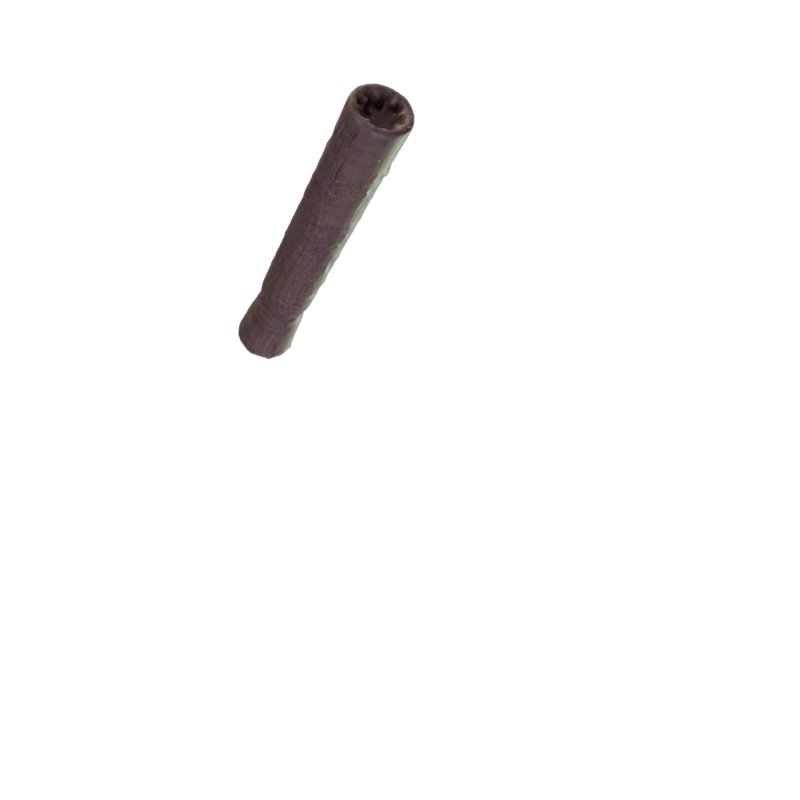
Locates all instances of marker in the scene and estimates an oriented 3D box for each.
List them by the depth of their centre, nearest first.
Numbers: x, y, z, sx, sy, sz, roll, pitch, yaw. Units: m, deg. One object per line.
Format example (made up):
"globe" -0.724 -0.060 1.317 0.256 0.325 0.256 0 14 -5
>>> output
"marker" -0.026 -0.048 0.334 0.019 0.021 0.116 -1 -29 -25
